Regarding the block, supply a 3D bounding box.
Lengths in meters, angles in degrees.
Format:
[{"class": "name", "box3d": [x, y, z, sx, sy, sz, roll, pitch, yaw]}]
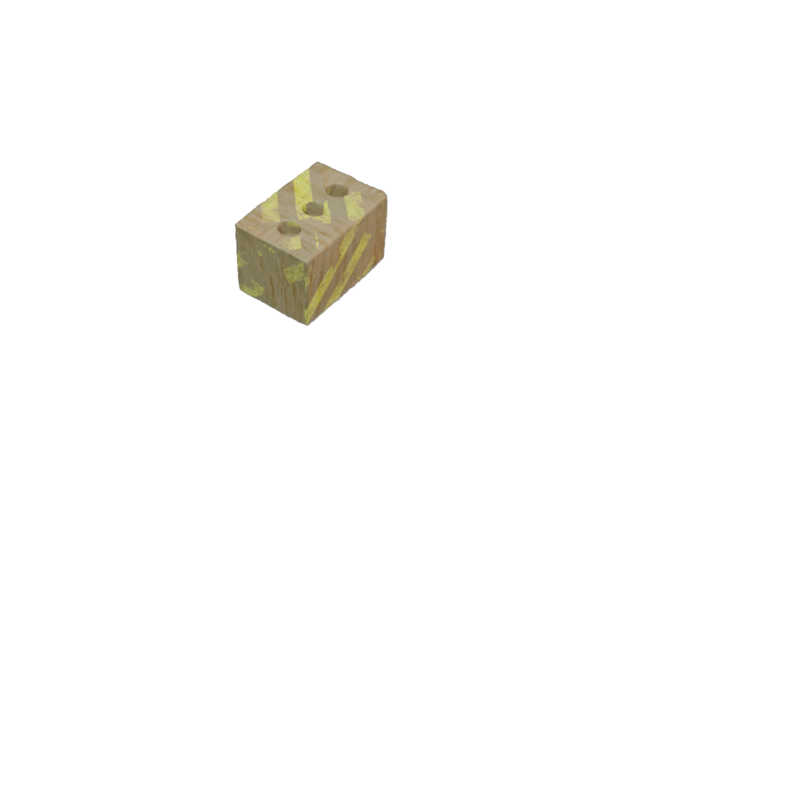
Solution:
[{"class": "block", "box3d": [-0.050, -0.091, 0.638, 0.055, 0.048, 0.079, 27, 50, 23]}]
